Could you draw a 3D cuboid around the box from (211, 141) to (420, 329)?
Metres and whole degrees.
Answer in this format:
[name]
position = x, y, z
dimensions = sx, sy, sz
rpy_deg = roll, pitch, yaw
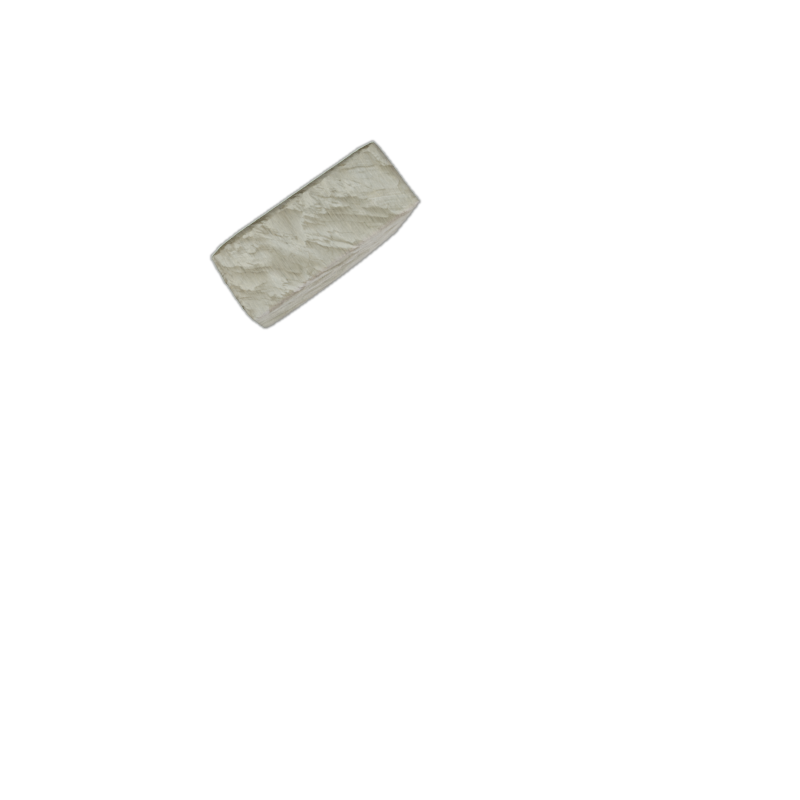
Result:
[box]
position = -0.076, -0.139, 0.973
dimensions = 0.164, 0.072, 0.213
rpy_deg = -37, 3, -3
